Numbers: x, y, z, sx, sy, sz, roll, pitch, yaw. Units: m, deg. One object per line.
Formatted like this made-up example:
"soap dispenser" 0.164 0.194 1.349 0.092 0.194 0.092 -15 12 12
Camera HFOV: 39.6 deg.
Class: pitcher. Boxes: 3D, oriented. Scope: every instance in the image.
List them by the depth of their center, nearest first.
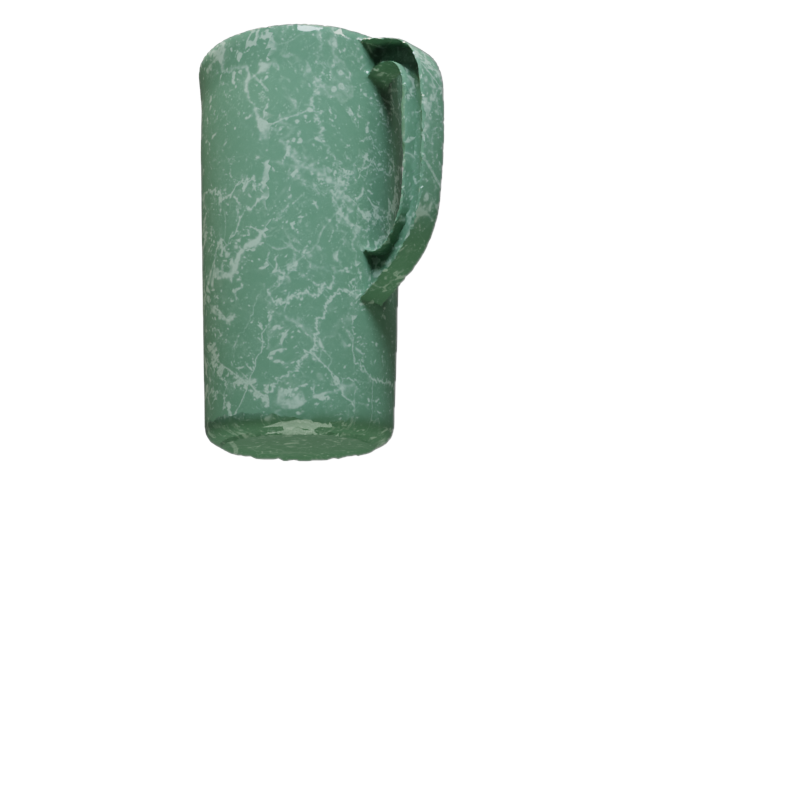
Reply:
"pitcher" -0.052 -0.094 0.660 0.144 0.254 0.143 0 -18 -4
